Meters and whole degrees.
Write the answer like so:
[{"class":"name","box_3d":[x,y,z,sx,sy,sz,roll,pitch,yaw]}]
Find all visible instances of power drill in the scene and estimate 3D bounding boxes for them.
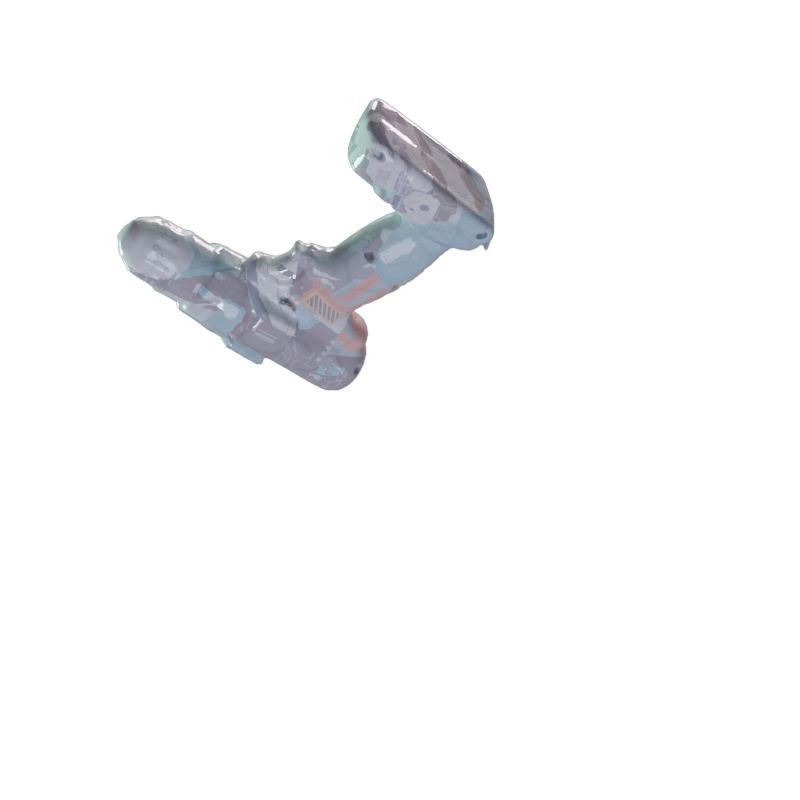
[{"class":"power drill","box_3d":[-0.053,-0.096,0.671,0.174,0.062,0.185,32,-51,-30]}]
